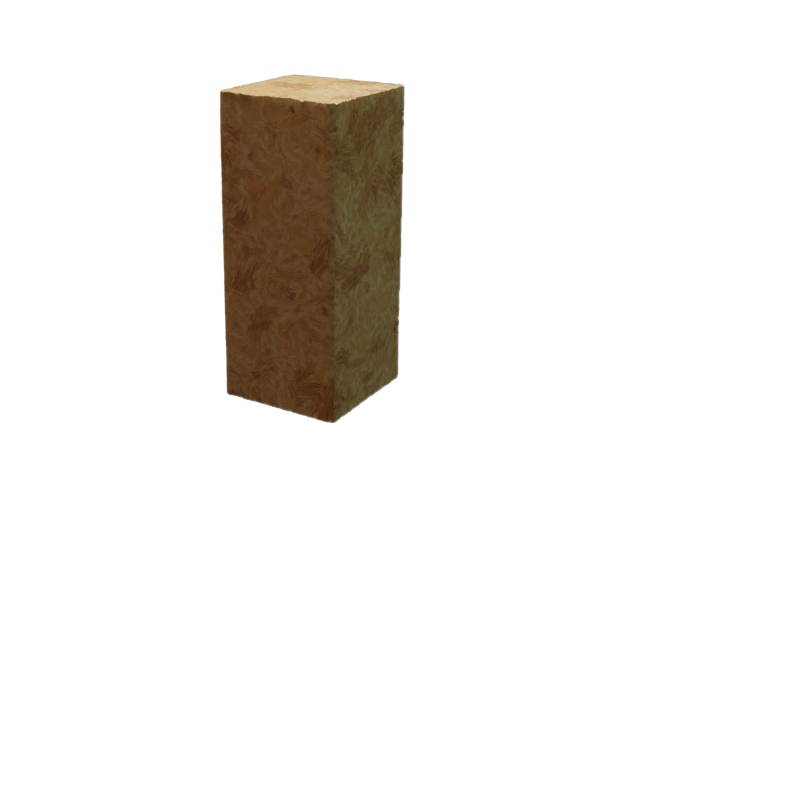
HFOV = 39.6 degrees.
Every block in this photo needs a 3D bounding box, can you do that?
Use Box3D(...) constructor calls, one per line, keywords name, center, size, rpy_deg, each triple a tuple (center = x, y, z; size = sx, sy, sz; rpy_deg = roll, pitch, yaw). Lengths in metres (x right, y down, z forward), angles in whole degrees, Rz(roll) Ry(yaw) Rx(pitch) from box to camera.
Box3D(name="block", center=(-0.058, -0.105, 0.735), size=(0.094, 0.198, 0.090), rpy_deg=(12, 22, 28))
